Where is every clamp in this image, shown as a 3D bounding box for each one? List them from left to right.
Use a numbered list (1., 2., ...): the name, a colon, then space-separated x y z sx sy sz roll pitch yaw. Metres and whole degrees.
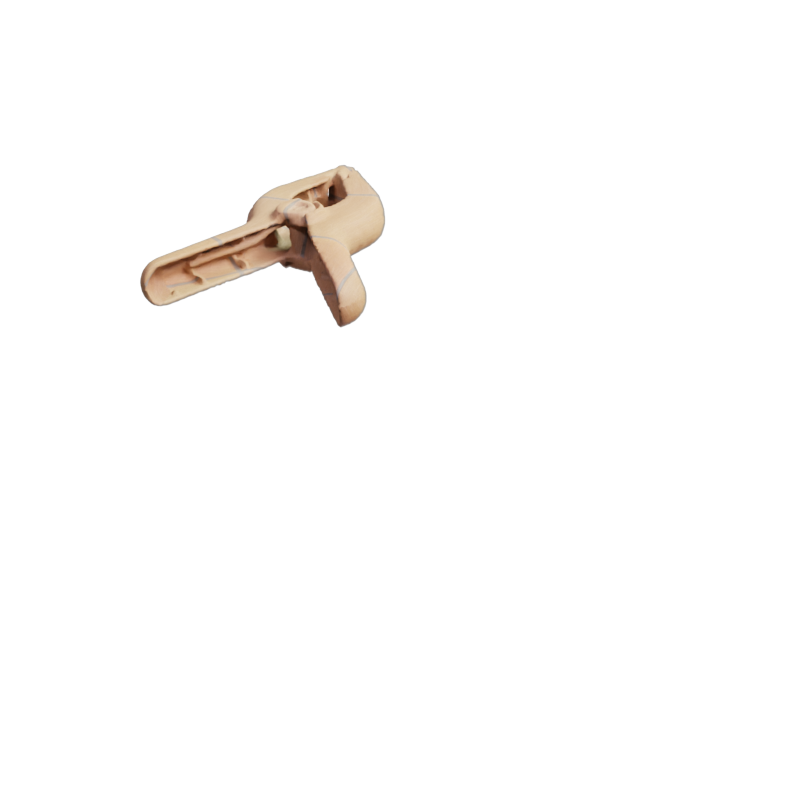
1. clamp: -0.048 -0.087 0.610 0.125 0.037 0.175 16 37 22
